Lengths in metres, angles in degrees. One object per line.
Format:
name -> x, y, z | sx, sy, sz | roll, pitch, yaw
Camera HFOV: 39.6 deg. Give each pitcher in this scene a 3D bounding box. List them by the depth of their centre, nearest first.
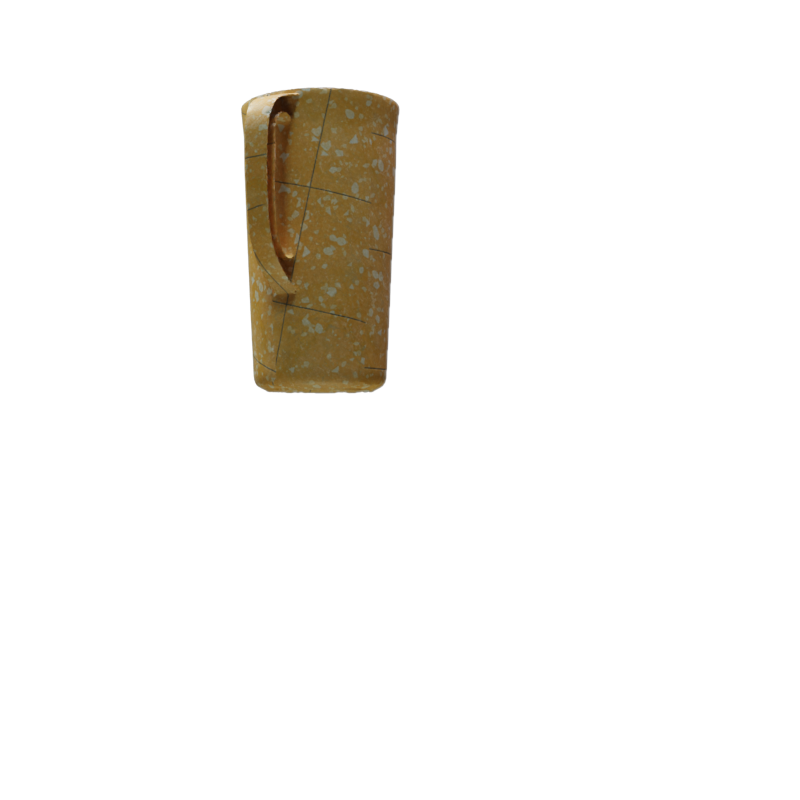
pitcher -> -0.071, -0.130, 0.908 | 0.145, 0.248, 0.146 | 2, -8, -20
